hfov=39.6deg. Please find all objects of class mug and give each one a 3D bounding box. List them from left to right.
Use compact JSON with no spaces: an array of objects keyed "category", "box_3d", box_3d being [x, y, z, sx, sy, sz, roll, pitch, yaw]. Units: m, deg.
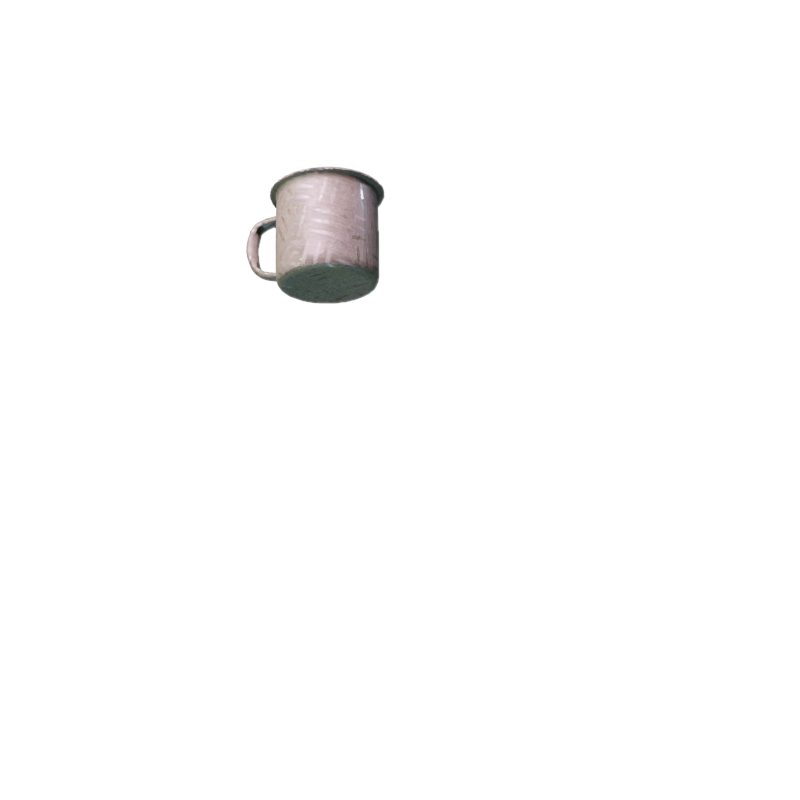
[{"category":"mug","box_3d":[-0.069,-0.126,0.886,0.119,0.086,0.087,-8,-22,18]}]
